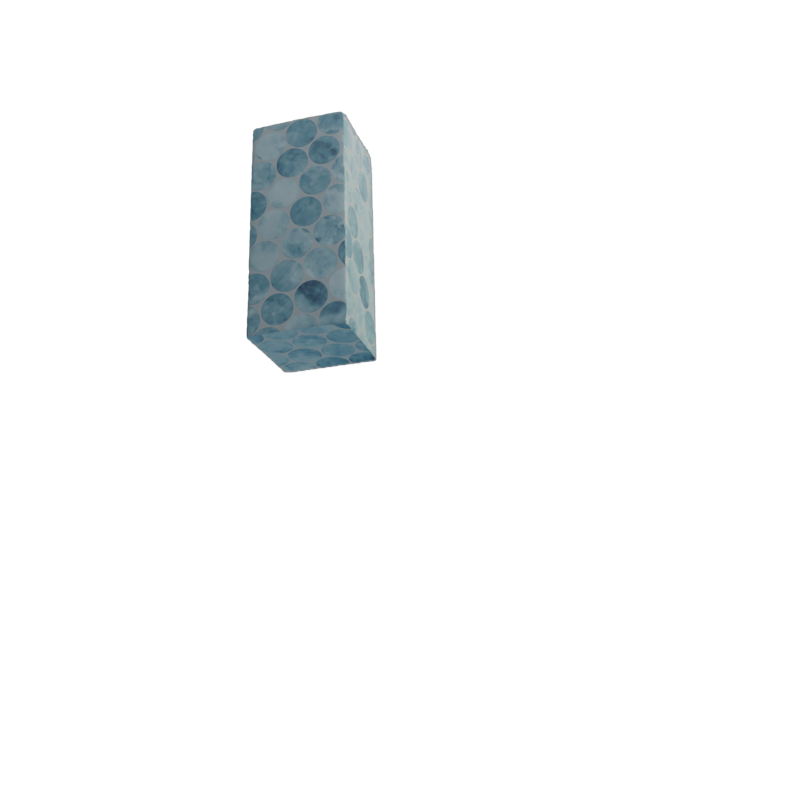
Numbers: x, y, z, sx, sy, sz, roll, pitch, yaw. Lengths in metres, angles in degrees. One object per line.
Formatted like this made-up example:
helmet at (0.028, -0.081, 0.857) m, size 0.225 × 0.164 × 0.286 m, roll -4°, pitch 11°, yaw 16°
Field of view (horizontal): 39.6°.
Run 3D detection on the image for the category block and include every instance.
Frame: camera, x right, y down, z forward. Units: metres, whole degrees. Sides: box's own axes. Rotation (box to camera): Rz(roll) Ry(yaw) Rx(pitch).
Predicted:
block at (-0.077, -0.141, 0.988) m, size 0.091 × 0.218 × 0.084 m, roll -9°, pitch -26°, yaw 15°
